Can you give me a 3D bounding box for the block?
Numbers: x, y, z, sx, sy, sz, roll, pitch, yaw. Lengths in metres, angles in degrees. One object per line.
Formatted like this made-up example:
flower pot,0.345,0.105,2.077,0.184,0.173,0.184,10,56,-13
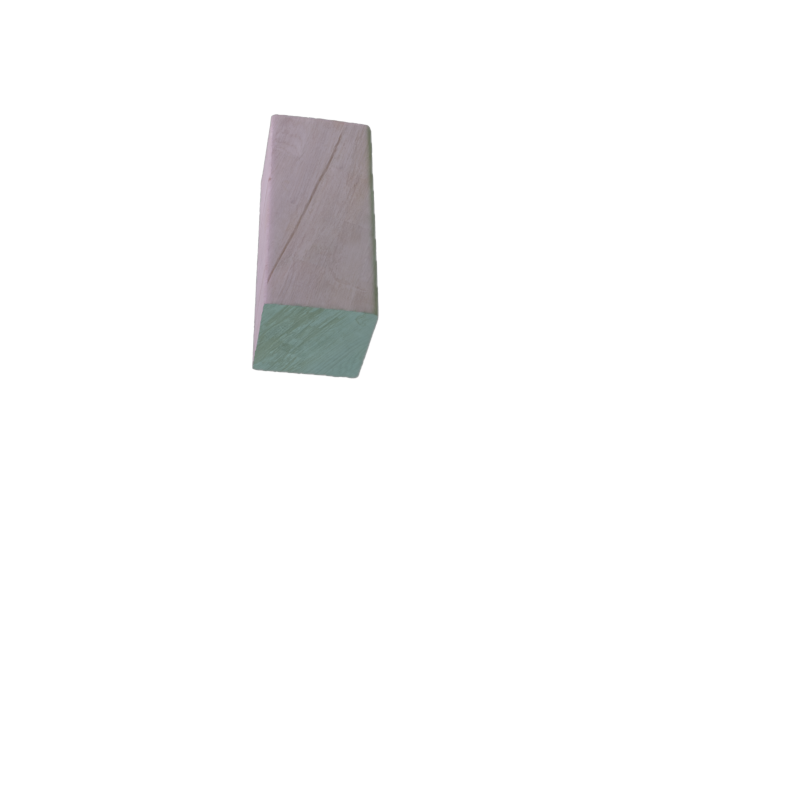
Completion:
block,-0.072,-0.132,0.927,0.089,0.221,0.086,5,-38,-10
